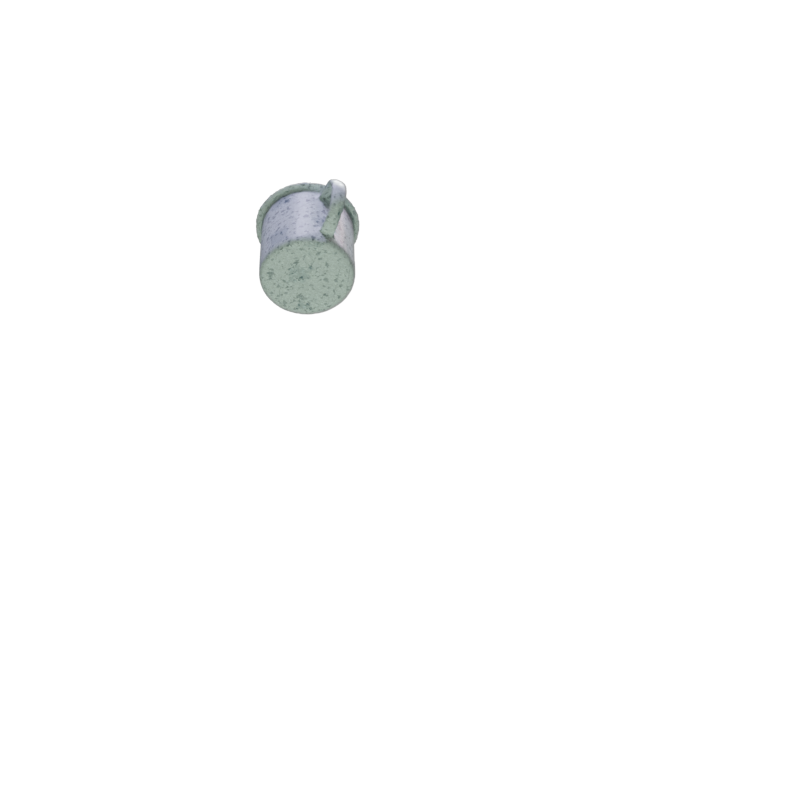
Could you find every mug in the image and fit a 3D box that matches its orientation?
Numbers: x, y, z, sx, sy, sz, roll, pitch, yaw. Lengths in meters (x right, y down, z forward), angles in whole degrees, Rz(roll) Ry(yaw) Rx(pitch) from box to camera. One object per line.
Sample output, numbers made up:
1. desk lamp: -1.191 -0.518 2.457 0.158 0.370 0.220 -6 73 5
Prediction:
1. mug: -0.075 -0.136 0.956 0.090 0.113 0.087 22 35 -18
